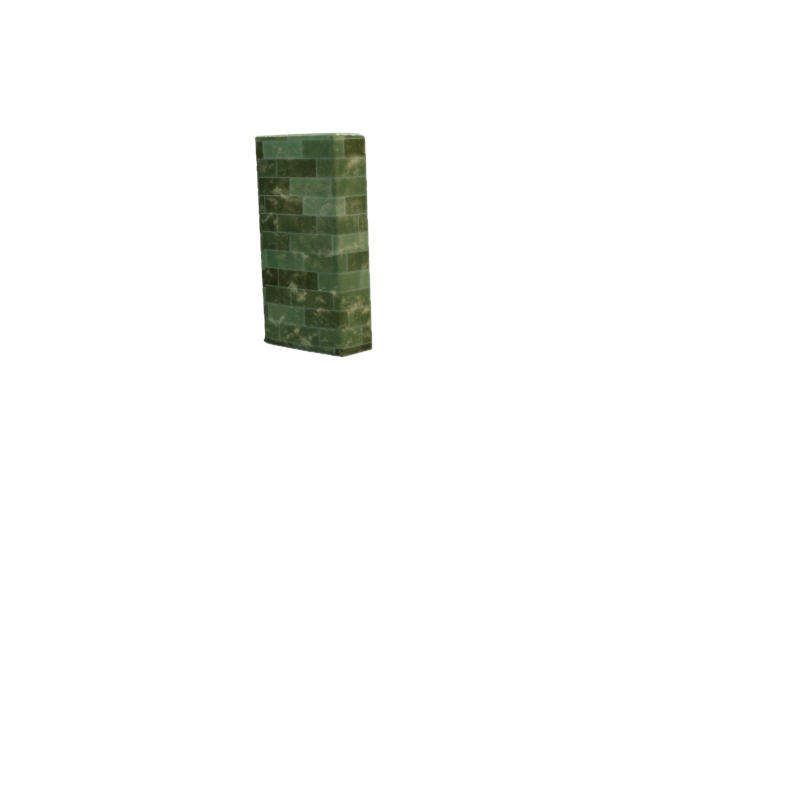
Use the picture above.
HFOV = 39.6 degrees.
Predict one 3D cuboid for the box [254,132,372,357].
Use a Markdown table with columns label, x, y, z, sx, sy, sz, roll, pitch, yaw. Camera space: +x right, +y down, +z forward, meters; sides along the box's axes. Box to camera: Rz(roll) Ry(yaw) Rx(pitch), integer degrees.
| label | x | y | z | sx | sy | sz | roll | pitch | yaw |
| --- | --- | --- | --- | --- | --- | --- | --- | --- | --- |
| box | -0.071 | -0.129 | 0.905 | 0.098 | 0.174 | 0.046 | 6 | 8 | 42 |
